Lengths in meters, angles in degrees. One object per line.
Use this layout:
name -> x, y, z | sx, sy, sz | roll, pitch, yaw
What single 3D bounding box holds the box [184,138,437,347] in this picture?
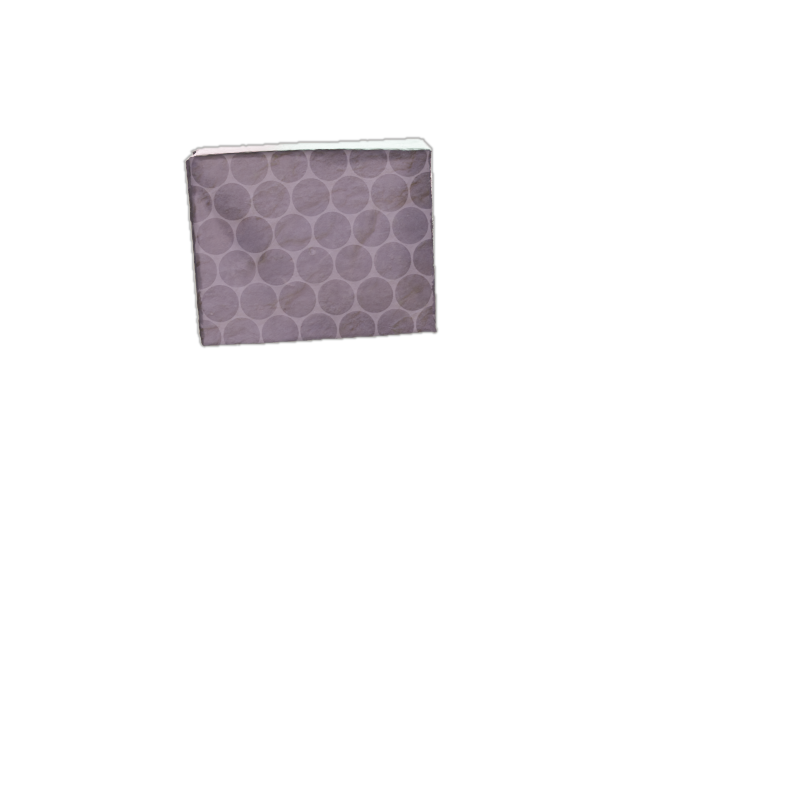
box -> -0.041, -0.074, 0.518 | 0.113, 0.087, 0.040 | -2, 12, 0
